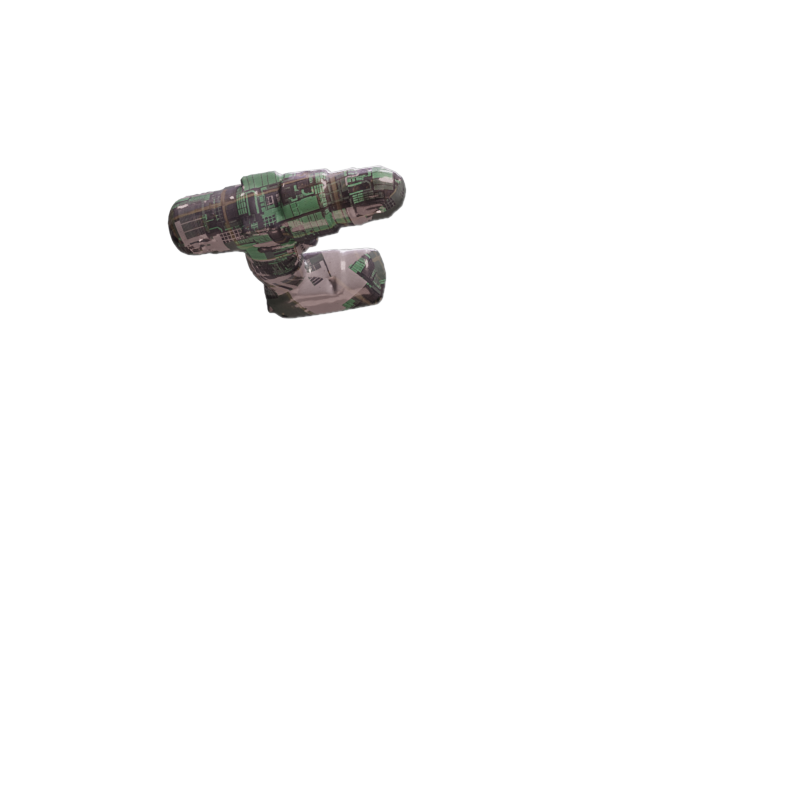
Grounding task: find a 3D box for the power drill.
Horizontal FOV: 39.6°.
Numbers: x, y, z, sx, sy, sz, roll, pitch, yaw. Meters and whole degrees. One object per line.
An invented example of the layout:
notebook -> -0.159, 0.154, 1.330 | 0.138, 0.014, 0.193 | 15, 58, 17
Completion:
power drill -> -0.070, -0.127, 0.891 | 0.187, 0.060, 0.176 | -5, -19, 15
